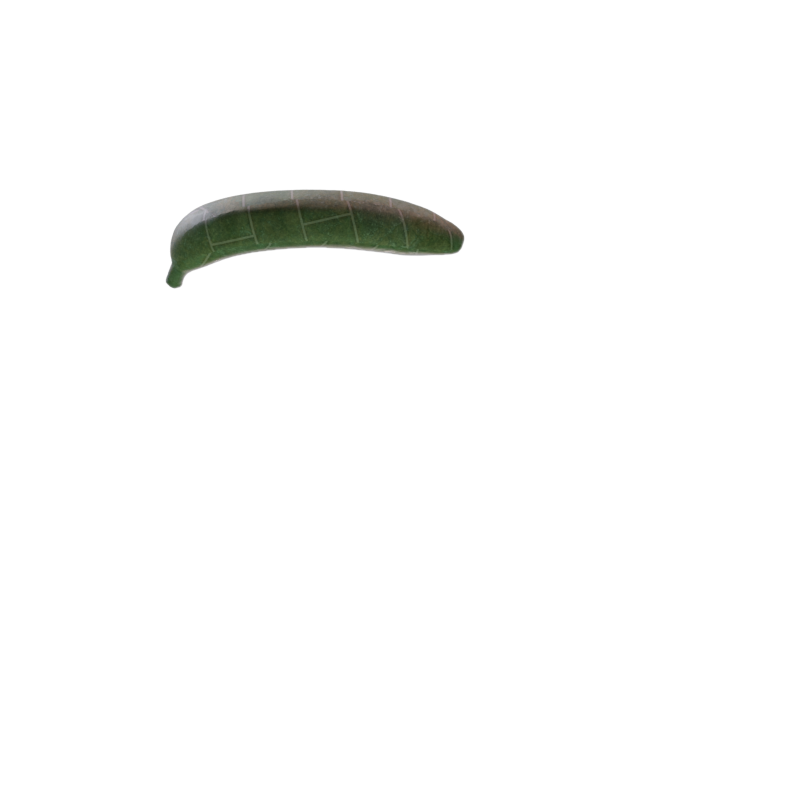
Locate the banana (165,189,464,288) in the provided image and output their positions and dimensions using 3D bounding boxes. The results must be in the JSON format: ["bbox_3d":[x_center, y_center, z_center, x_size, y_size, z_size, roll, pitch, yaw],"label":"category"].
[{"bbox_3d":[-0.062,-0.106,0.692,0.200,0.039,0.065,-4,-19,12],"label":"banana"}]
